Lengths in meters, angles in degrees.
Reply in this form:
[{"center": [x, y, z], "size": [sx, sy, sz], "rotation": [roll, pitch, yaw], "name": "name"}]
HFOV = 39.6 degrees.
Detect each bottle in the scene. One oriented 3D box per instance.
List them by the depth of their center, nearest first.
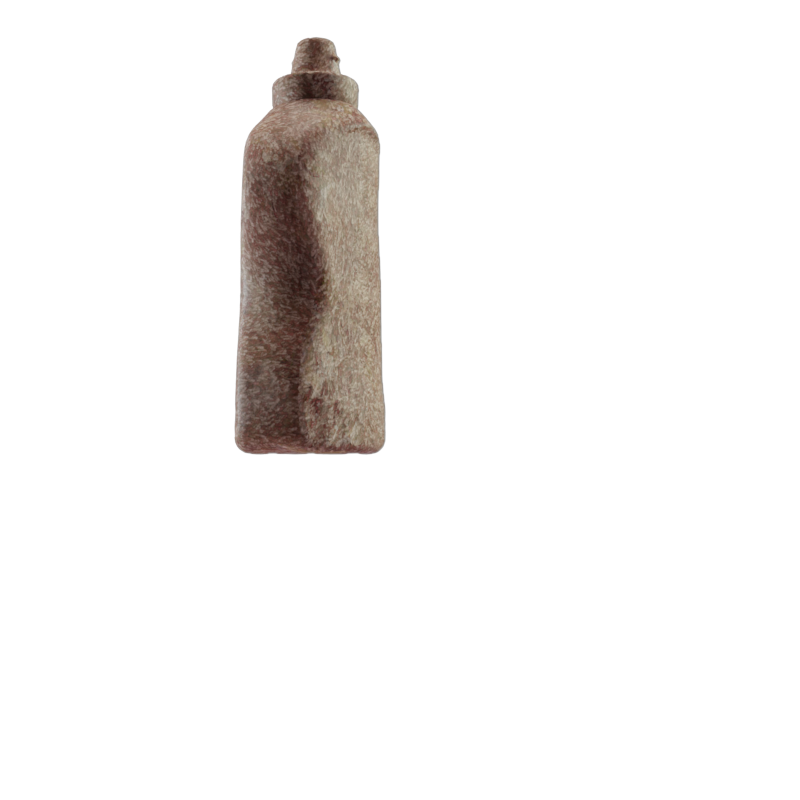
[{"center": [-0.039, -0.073, 0.509], "size": [0.060, 0.196, 0.091], "rotation": [-5, -10, 22], "name": "bottle"}]
